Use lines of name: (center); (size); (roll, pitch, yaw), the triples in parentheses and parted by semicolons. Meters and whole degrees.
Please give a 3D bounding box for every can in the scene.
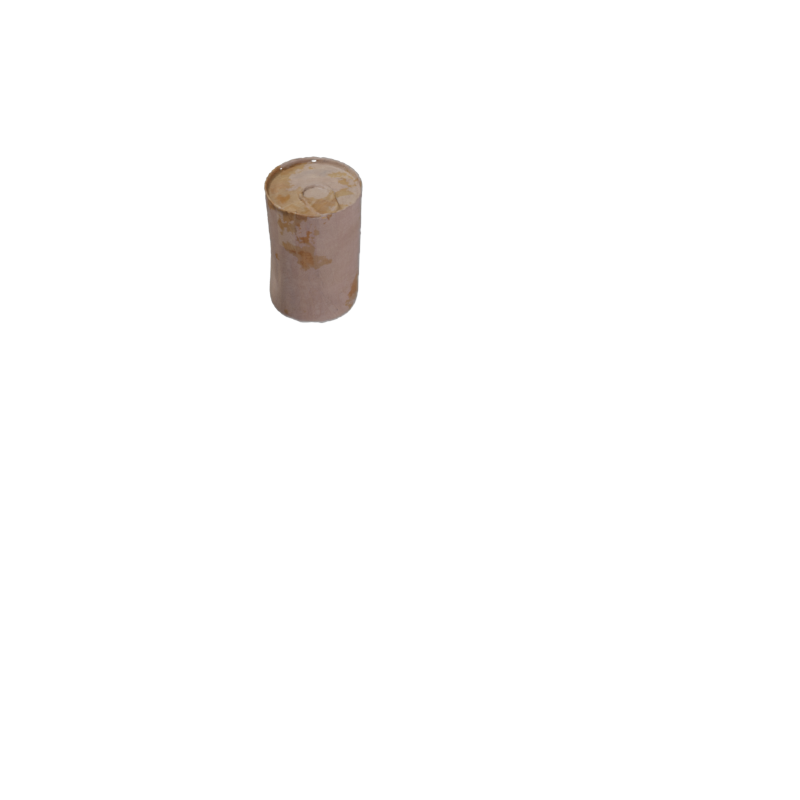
can: (-0.062, -0.113, 0.794); (0.068, 0.095, 0.074); (0, 43, -3)
